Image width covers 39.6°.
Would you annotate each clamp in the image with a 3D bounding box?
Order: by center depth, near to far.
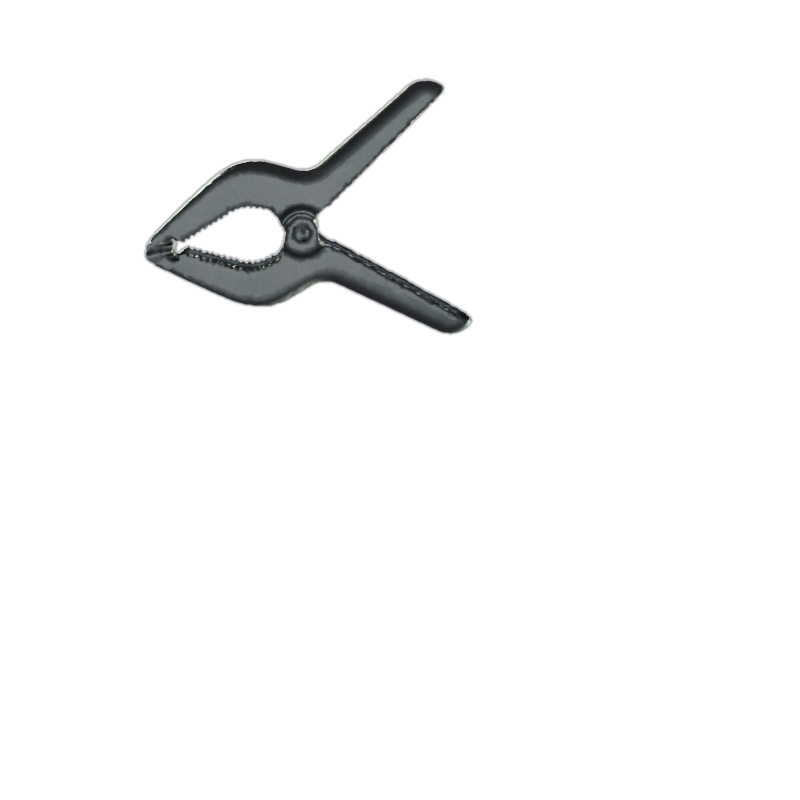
[{"bbox_3d":[-0.056,-0.102,0.715,0.210,0.161,0.037,-14,9,2],"label":"clamp"}]
